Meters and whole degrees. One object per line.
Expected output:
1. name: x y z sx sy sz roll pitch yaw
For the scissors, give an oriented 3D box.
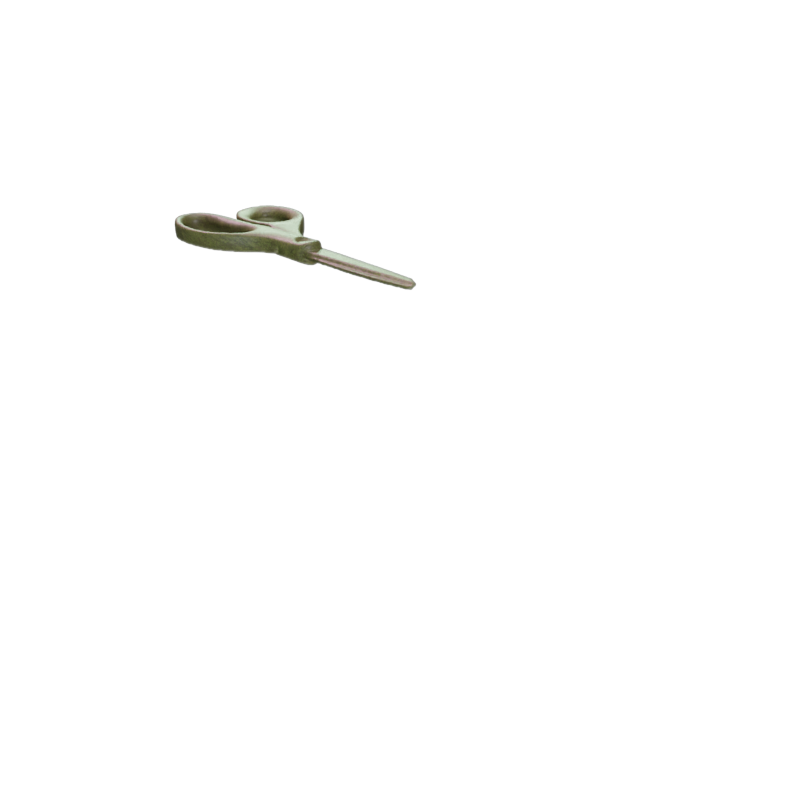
1. scissors: -0.056 -0.102 0.718 0.212 0.015 0.096 15 27 31
